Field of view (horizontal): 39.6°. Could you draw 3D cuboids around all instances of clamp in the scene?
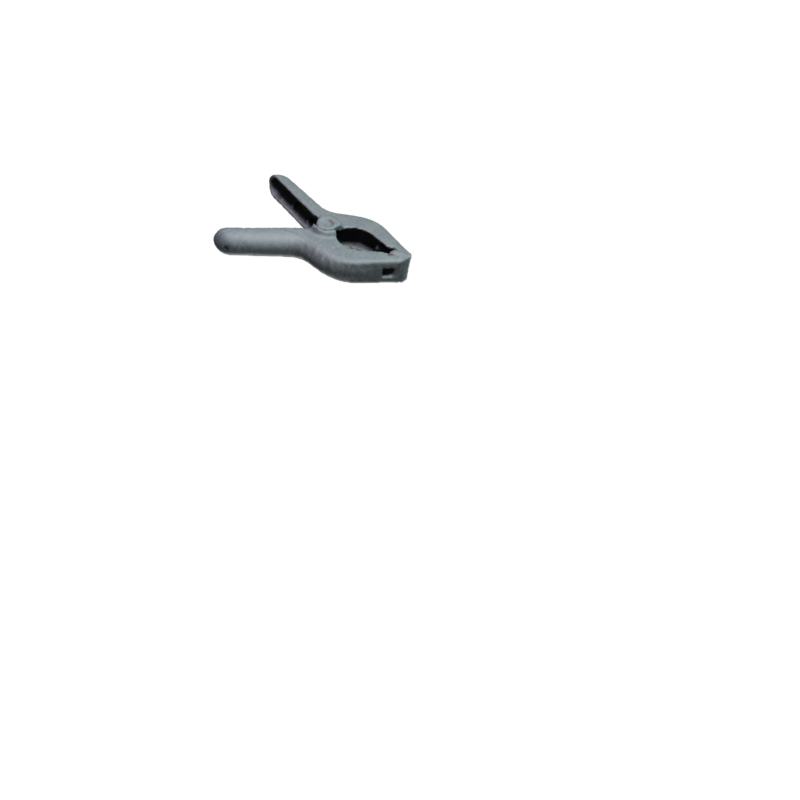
[{"bbox_3d":[-0.077,-0.141,0.989,0.180,0.036,0.123,25,50,23],"label":"clamp"}]
